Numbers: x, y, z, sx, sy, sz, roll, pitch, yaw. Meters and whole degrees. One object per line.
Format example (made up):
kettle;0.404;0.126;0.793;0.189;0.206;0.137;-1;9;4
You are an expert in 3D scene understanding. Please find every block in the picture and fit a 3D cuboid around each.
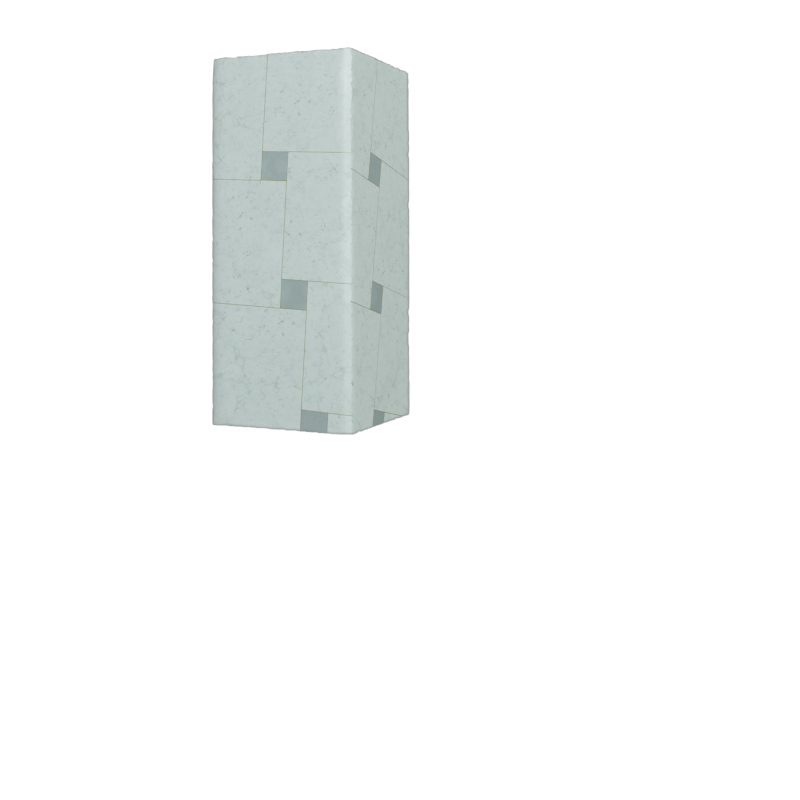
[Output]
block;-0.051;-0.092;0.645;0.093;0.206;0.088;0;0;23
